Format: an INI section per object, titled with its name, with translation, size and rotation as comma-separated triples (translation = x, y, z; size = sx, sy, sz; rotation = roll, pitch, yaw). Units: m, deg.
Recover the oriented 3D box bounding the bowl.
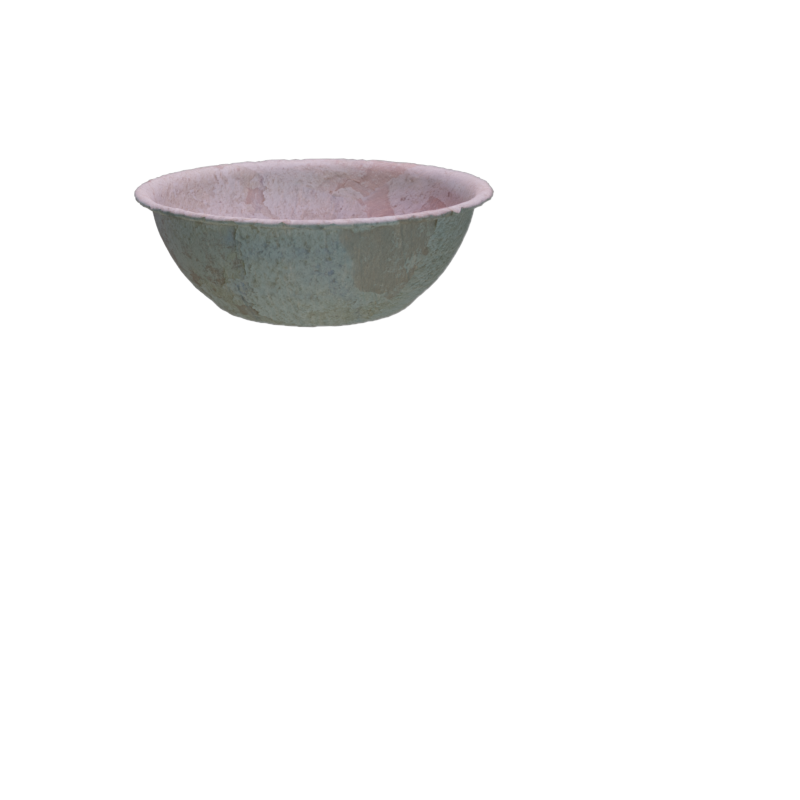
[bowl]
translation = -0.040, -0.073, 0.509
size = 0.162, 0.053, 0.169
rotation = -1, 20, -2
